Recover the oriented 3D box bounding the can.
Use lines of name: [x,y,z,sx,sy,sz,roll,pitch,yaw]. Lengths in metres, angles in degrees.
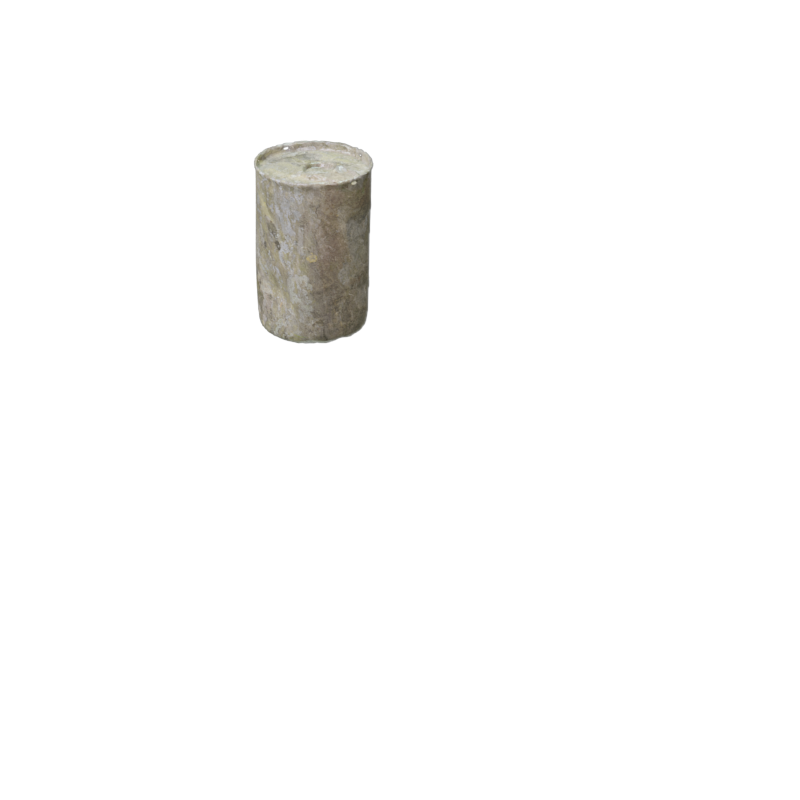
can: [-0.051,-0.093,0.650,0.068,0.097,0.073,0,28,-2]
